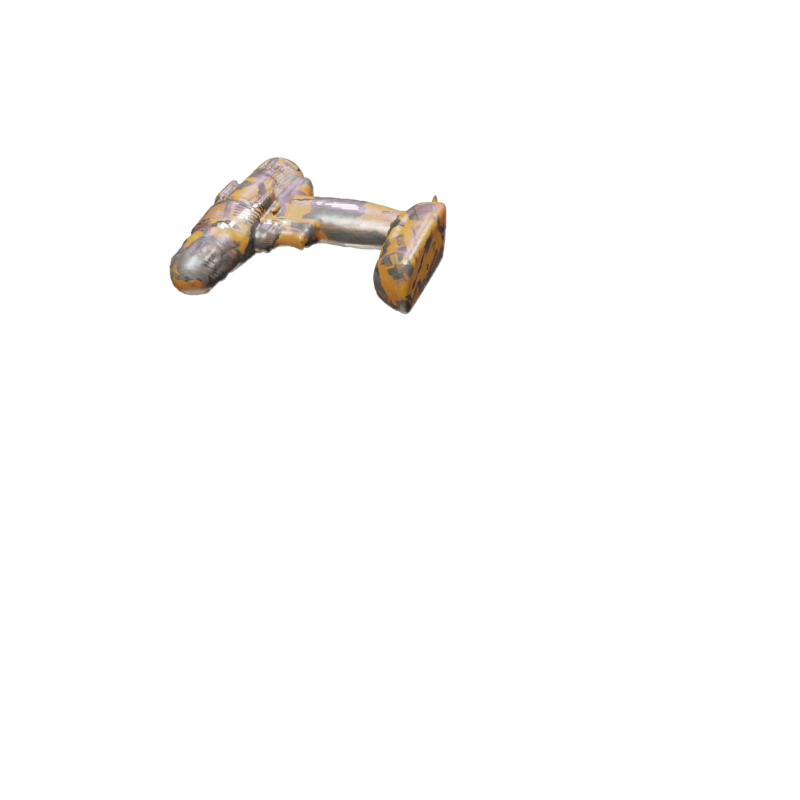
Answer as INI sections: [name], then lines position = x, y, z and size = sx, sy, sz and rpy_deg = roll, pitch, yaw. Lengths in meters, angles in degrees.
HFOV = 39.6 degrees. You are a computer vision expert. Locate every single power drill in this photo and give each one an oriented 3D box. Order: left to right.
[power drill]
position = -0.069, -0.126, 0.883
size = 0.194, 0.054, 0.191
rpy_deg = 15, 42, 17
